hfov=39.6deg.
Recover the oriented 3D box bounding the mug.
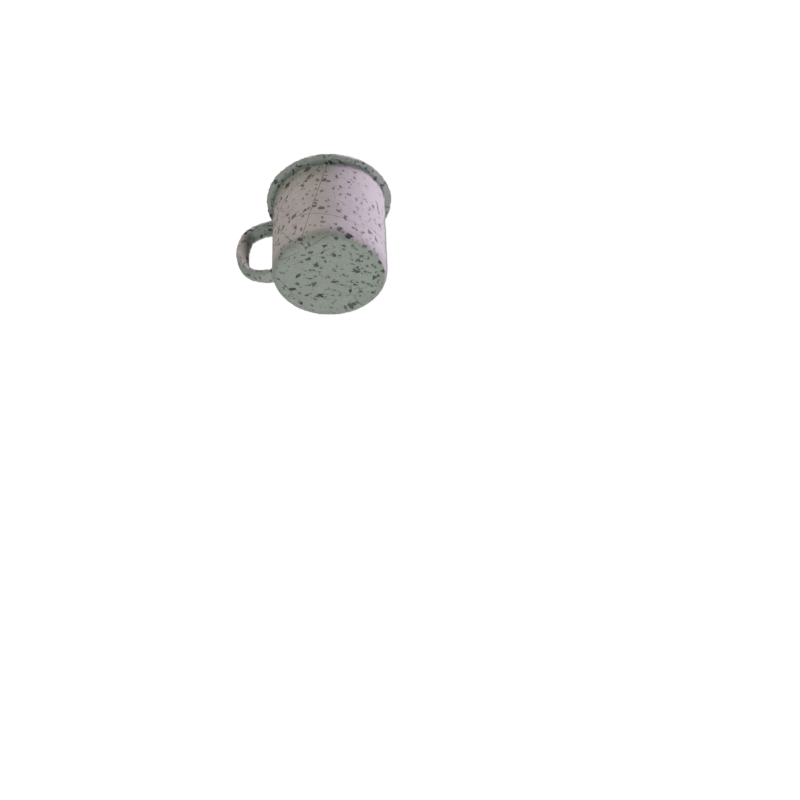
[{"bbox_3d":[-0.063,-0.114,0.802,0.118,0.087,0.086,-10,-42,9],"label":"mug"}]
